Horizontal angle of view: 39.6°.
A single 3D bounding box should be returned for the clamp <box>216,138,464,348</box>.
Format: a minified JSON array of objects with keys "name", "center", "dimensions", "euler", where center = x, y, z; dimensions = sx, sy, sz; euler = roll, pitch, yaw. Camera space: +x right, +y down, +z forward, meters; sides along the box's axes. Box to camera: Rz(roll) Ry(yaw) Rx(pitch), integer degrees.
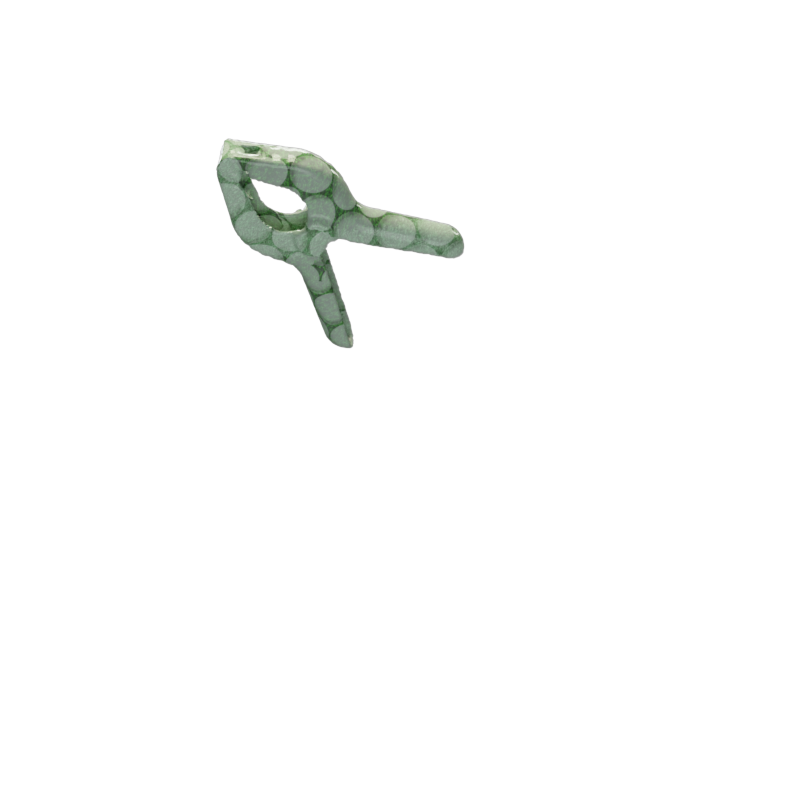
[{"name":"clamp","center":[-0.058,-0.105,0.735],"dimensions":[0.166,0.117,0.041],"euler":[31,24,-15]}]
